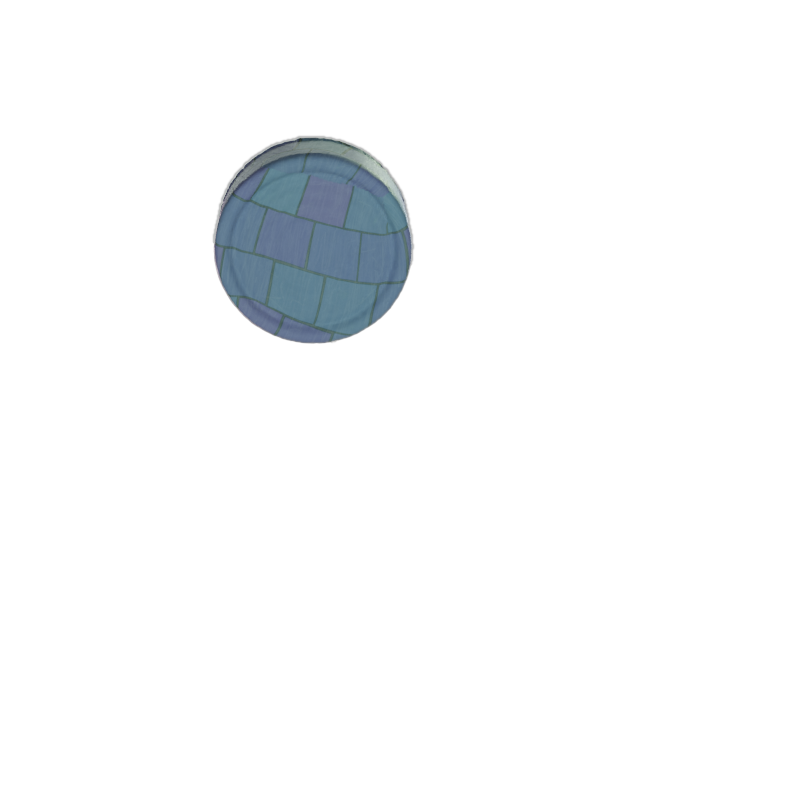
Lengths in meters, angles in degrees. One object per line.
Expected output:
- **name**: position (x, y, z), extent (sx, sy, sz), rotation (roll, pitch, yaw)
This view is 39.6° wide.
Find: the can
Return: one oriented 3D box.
- **can**: position (-0.038, -0.069, 0.480), extent (0.086, 0.082, 0.035), rotation (0, 19, -1)
